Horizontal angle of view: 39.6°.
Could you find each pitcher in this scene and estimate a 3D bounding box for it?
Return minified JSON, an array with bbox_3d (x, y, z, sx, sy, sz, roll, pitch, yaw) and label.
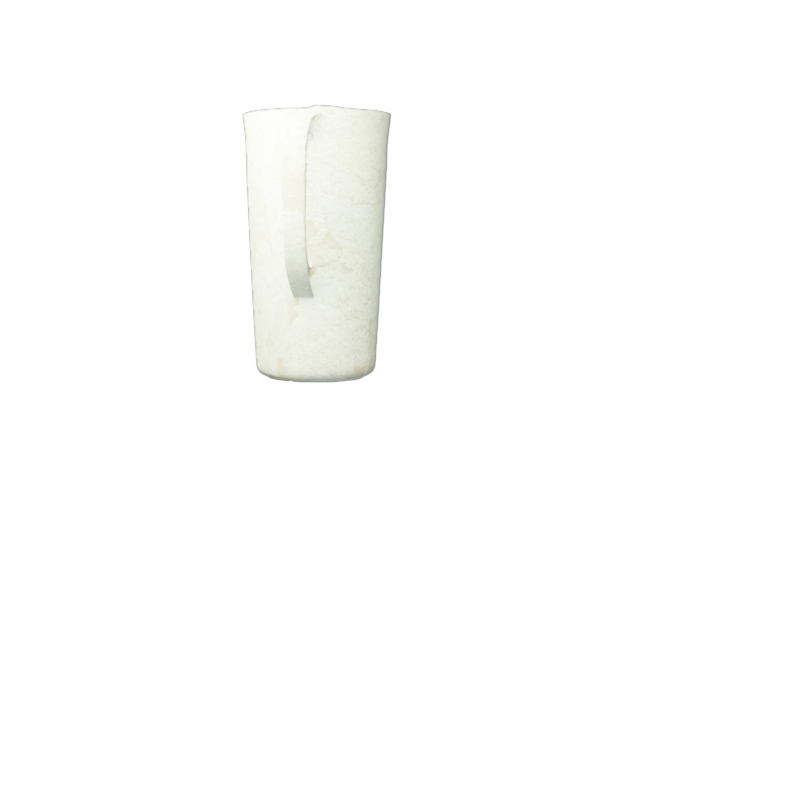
[{"bbox_3d":[-0.077,-0.141,0.987,0.144,0.242,0.151,-2,3,-38],"label":"pitcher"}]
